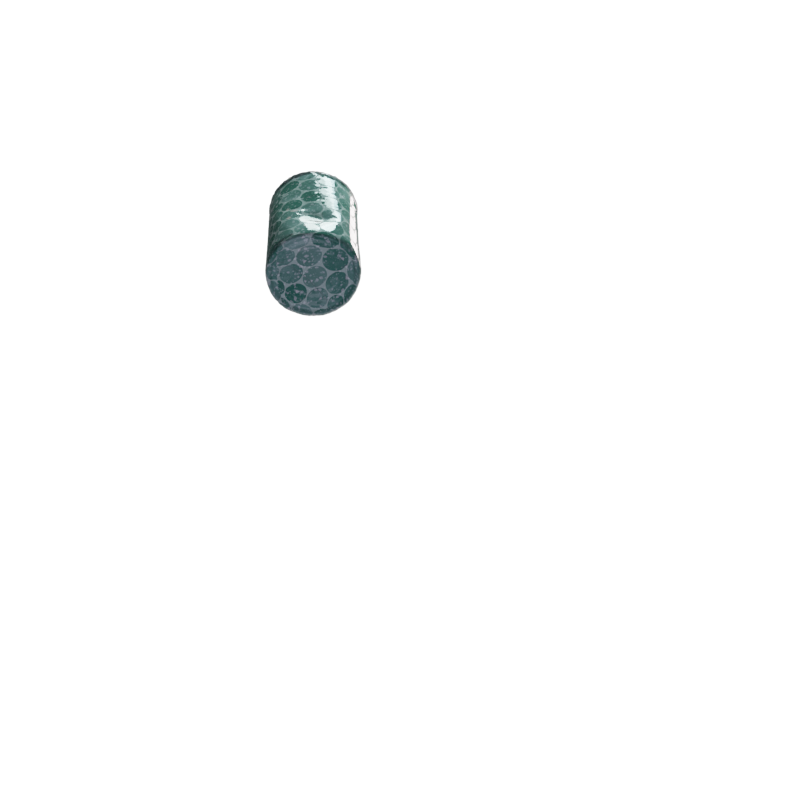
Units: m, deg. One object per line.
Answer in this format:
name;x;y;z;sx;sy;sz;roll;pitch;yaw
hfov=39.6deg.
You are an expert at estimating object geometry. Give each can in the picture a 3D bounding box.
can;-0.063;-0.115;0.808;0.068;0.064;0.109;-1;33;-3
